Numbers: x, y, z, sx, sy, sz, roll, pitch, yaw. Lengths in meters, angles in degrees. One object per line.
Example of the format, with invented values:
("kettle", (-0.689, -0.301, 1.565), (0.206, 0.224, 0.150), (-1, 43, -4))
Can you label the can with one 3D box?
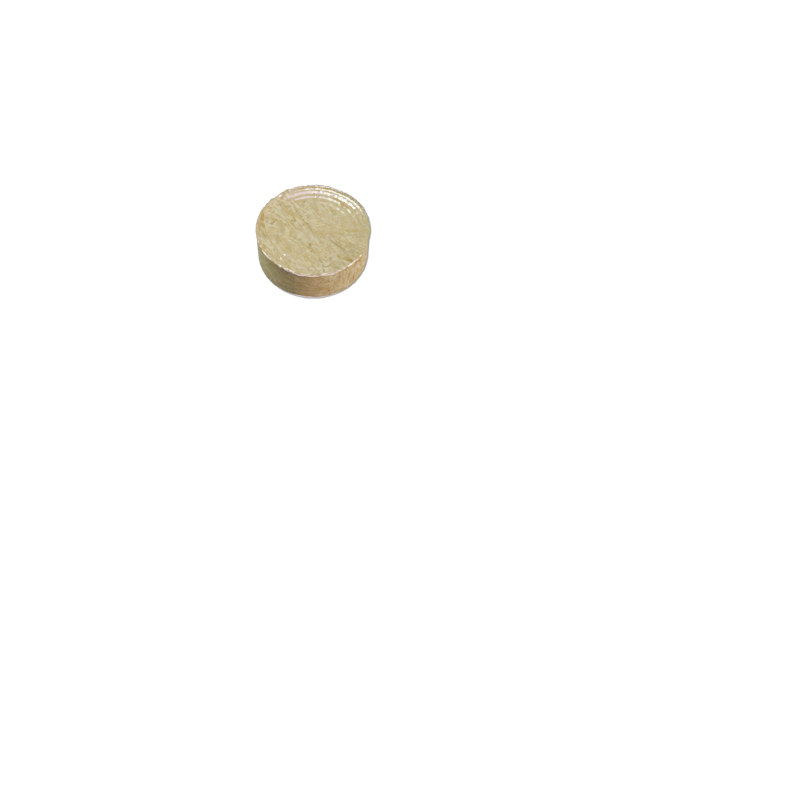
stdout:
("can", (-0.065, -0.119, 0.834), (0.086, 0.092, 0.031), (-1, -35, -1))
